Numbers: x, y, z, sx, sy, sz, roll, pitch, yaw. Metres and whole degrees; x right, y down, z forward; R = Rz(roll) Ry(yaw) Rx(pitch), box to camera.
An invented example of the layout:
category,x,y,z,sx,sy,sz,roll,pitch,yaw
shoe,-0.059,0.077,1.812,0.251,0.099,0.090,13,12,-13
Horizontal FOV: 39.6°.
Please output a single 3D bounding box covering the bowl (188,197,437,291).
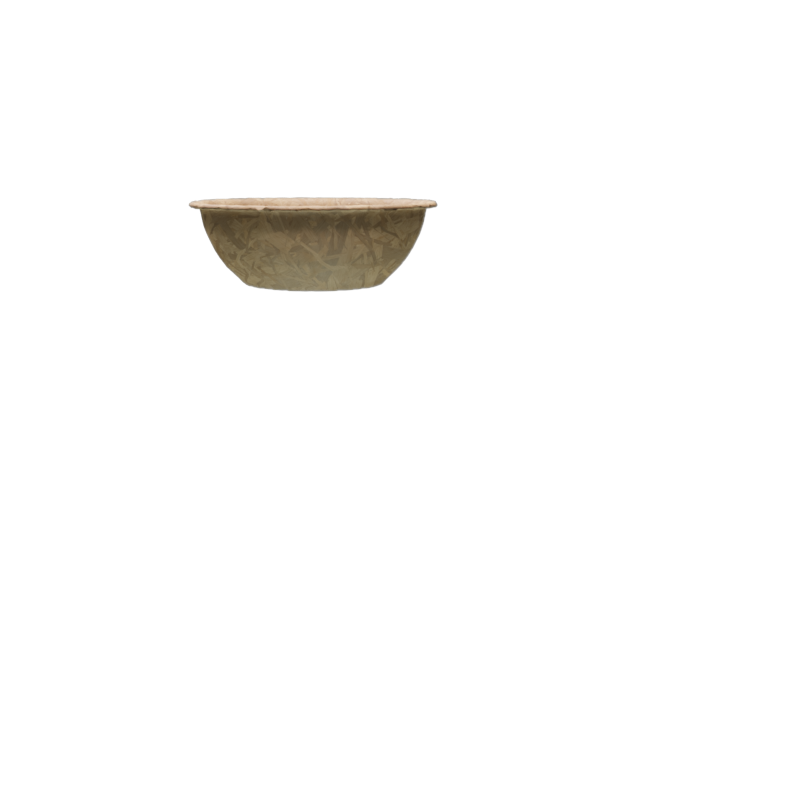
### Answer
category,x,y,z,sx,sy,sz,roll,pitch,yaw
bowl,-0.057,-0.103,0.725,0.162,0.054,0.166,0,12,-2
